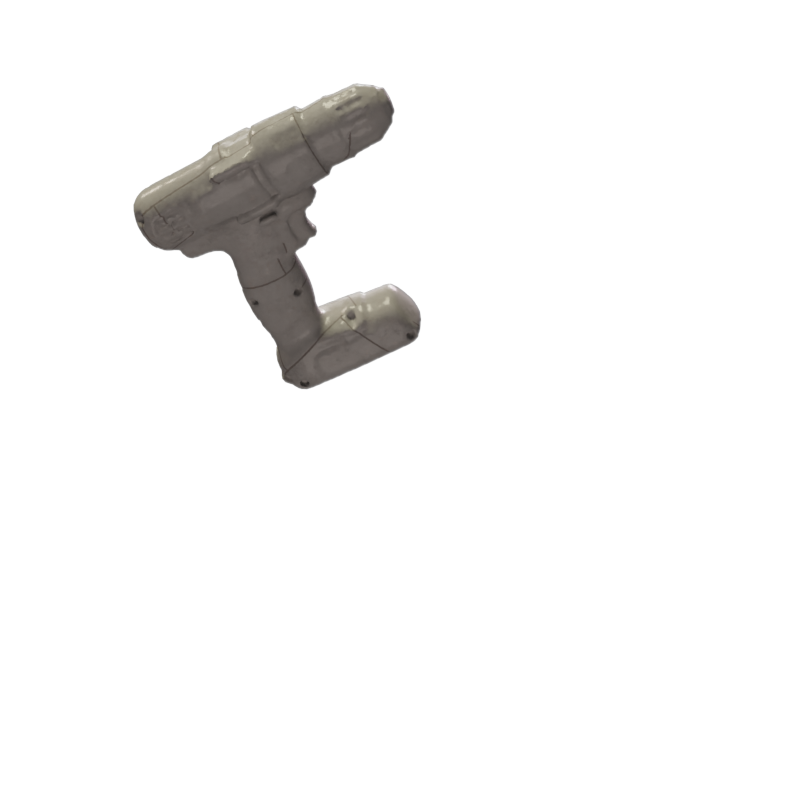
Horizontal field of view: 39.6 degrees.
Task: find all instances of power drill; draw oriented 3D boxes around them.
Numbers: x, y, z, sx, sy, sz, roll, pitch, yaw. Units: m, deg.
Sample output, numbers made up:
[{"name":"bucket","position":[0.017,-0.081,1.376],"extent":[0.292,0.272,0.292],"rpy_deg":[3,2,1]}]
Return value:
[{"name":"power drill","position":[-0.059,-0.107,0.749],"extent":[0.185,0.175,0.061],"rpy_deg":[-23,31,15]}]
